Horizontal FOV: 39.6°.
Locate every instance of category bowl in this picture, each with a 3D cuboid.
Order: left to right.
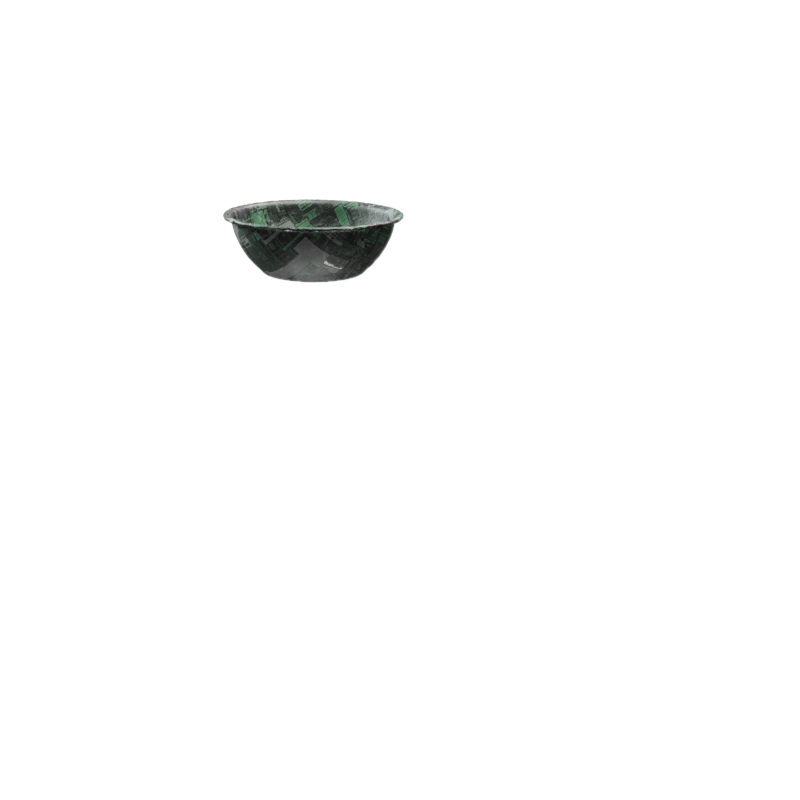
[{"bbox_3d":[-0.078,-0.143,0.998,0.162,0.053,0.168,-1,18,-2],"label":"bowl"}]
